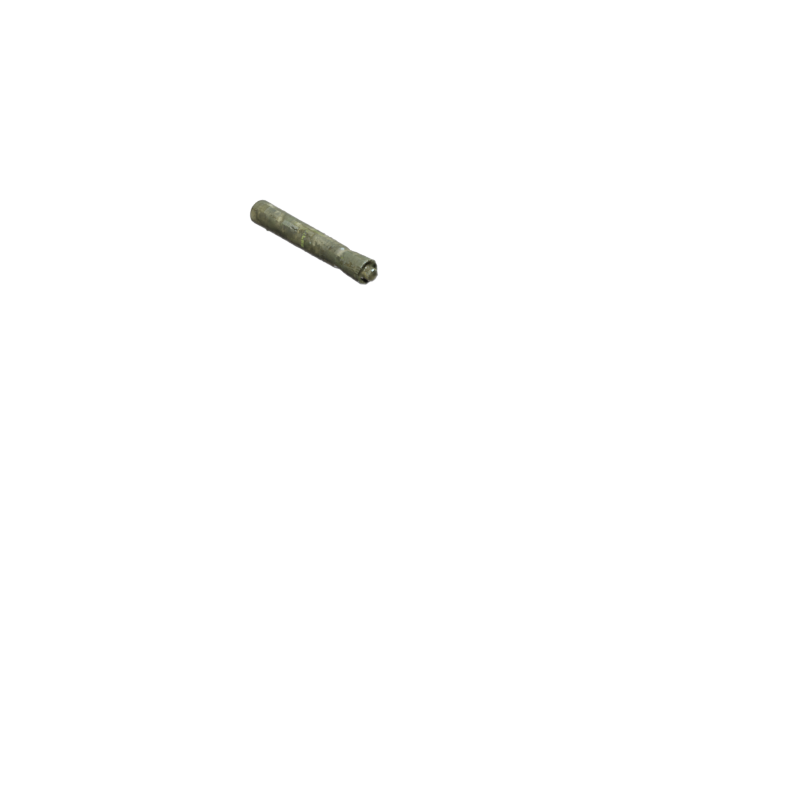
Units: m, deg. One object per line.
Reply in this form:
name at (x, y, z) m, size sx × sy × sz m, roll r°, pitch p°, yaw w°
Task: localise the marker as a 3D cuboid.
marker at (-0.061, -0.111, 0.780) m, size 0.019 × 0.019 × 0.129 m, roll -4°, pitch 29°, yaw -47°
